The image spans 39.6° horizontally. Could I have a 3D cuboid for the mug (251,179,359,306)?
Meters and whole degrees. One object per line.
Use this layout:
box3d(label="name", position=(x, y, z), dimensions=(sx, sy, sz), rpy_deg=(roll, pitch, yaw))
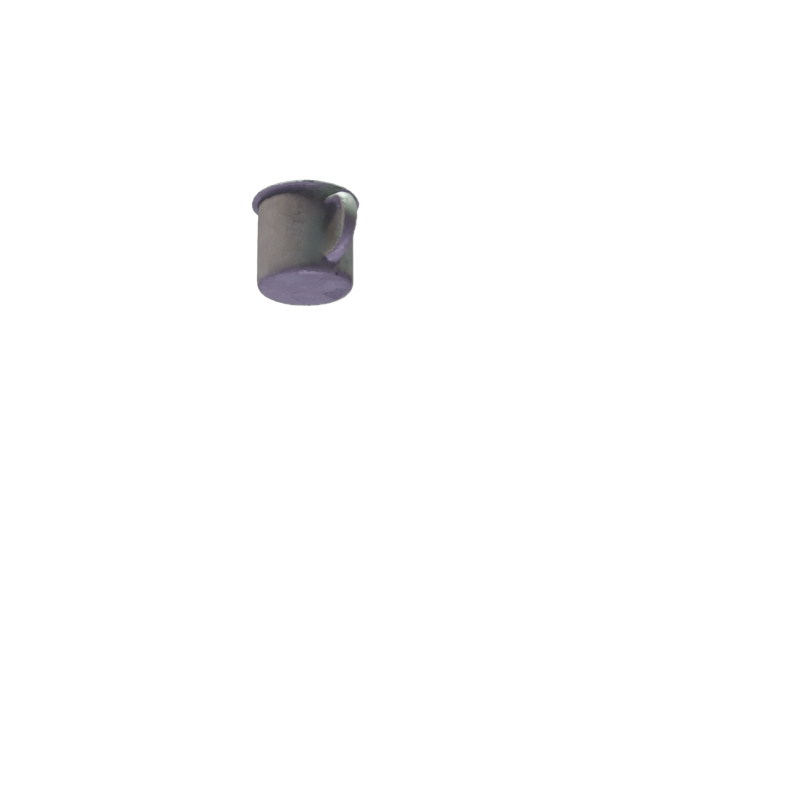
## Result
box3d(label="mug", position=(-0.073, -0.133, 0.935), dimensions=(0.088, 0.086, 0.117), rpy_deg=(14, -24, -35))
